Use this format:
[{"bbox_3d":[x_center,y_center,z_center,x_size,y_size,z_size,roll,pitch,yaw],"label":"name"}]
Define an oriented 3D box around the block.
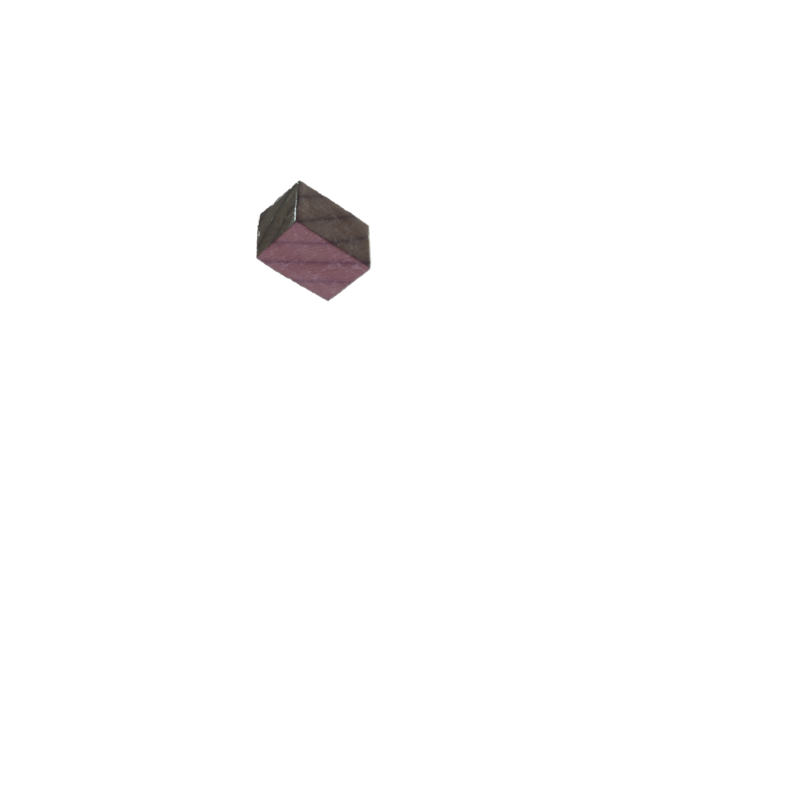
[{"bbox_3d":[-0.069,-0.125,0.878,0.073,0.055,0.052,31,-51,-31],"label":"block"}]
